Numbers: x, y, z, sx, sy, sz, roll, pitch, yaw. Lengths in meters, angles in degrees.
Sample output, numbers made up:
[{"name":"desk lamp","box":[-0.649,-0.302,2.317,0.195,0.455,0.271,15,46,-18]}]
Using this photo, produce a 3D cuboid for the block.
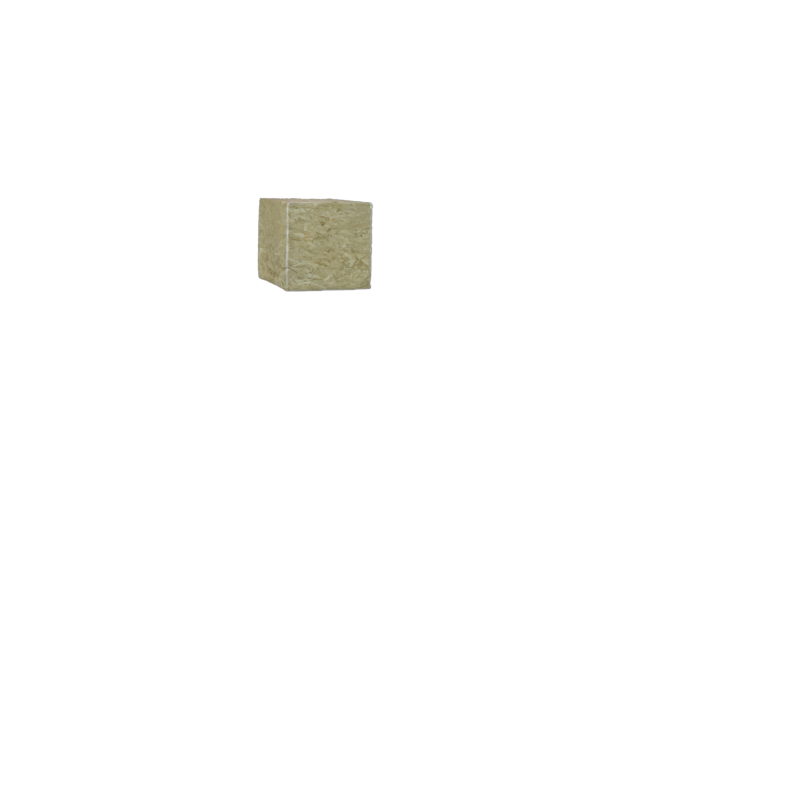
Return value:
[{"name":"block","box":[-0.052,-0.095,0.663,0.052,0.050,0.081,-2,10,-18]}]
